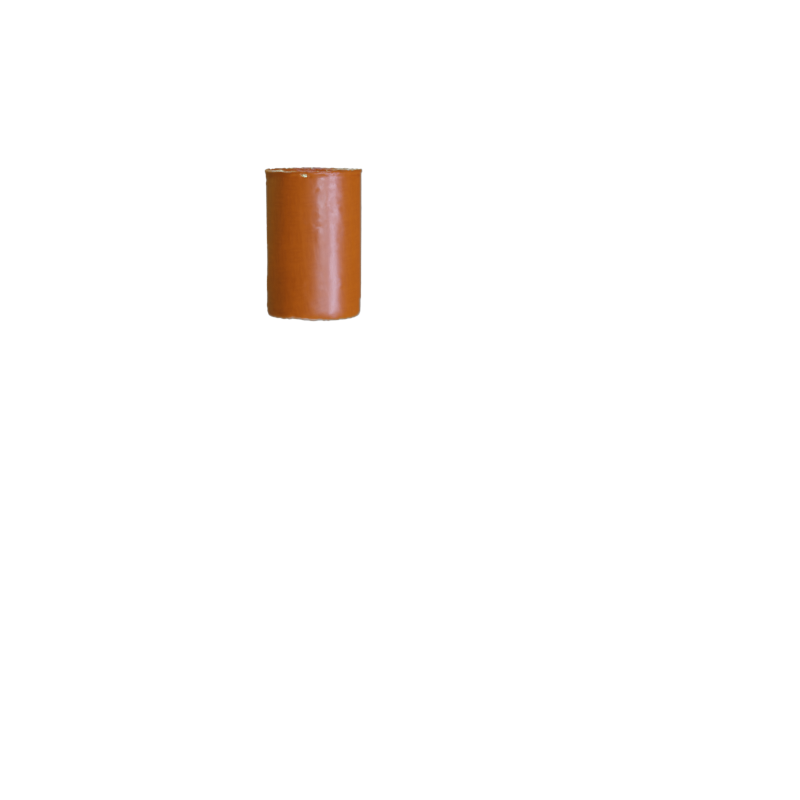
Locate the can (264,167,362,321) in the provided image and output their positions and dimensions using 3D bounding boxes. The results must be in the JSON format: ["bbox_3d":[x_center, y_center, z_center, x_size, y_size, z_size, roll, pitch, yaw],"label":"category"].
[{"bbox_3d":[-0.061,-0.110,0.774,0.068,0.101,0.070,0,8,-2],"label":"can"}]
